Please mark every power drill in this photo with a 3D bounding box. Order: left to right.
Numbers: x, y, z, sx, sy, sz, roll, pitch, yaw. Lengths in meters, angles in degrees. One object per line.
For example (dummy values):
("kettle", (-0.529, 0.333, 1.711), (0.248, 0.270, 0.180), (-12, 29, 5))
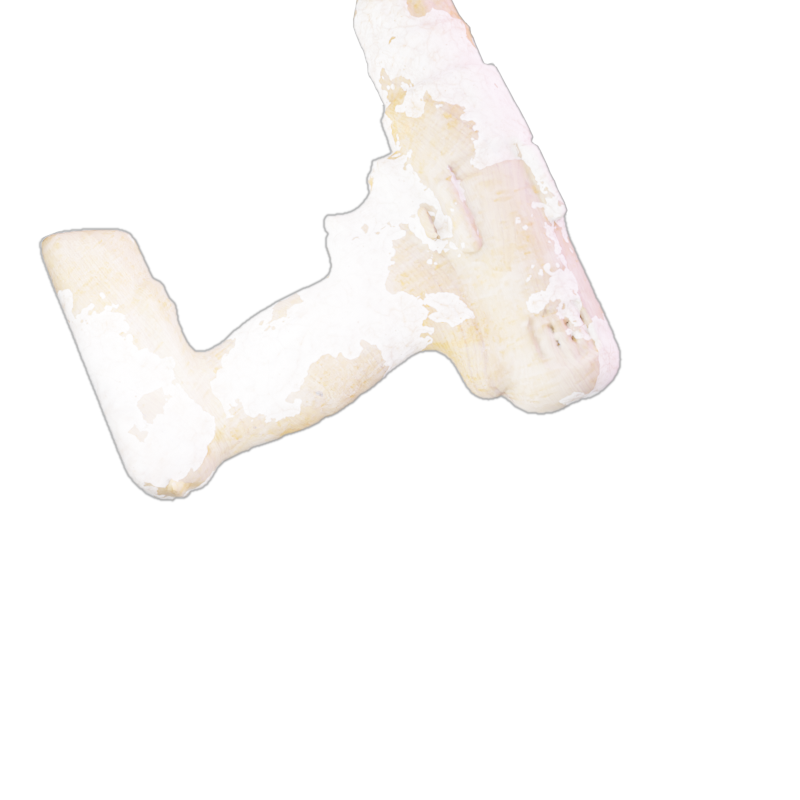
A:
("power drill", (-0.033, -0.059, 0.416), (0.187, 0.191, 0.056), (-22, -12, -5))
